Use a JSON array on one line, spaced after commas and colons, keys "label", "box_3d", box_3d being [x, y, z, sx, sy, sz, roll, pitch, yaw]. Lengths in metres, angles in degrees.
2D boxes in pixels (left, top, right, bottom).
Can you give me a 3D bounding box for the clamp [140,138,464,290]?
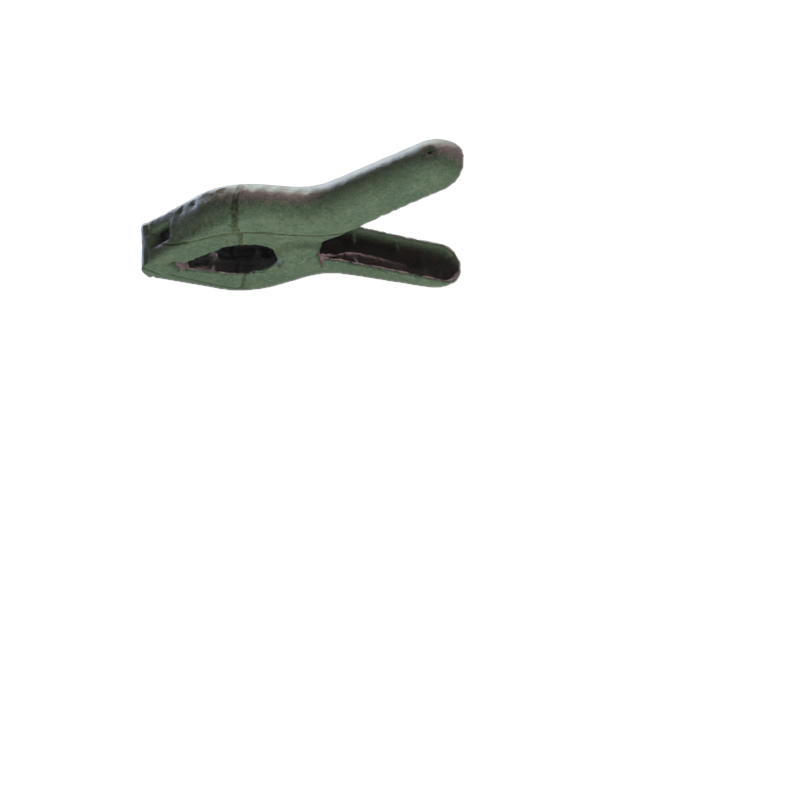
[{"label": "clamp", "box_3d": [-0.045, -0.082, 0.576, 0.173, 0.042, 0.111, -7, -31, 11]}]
